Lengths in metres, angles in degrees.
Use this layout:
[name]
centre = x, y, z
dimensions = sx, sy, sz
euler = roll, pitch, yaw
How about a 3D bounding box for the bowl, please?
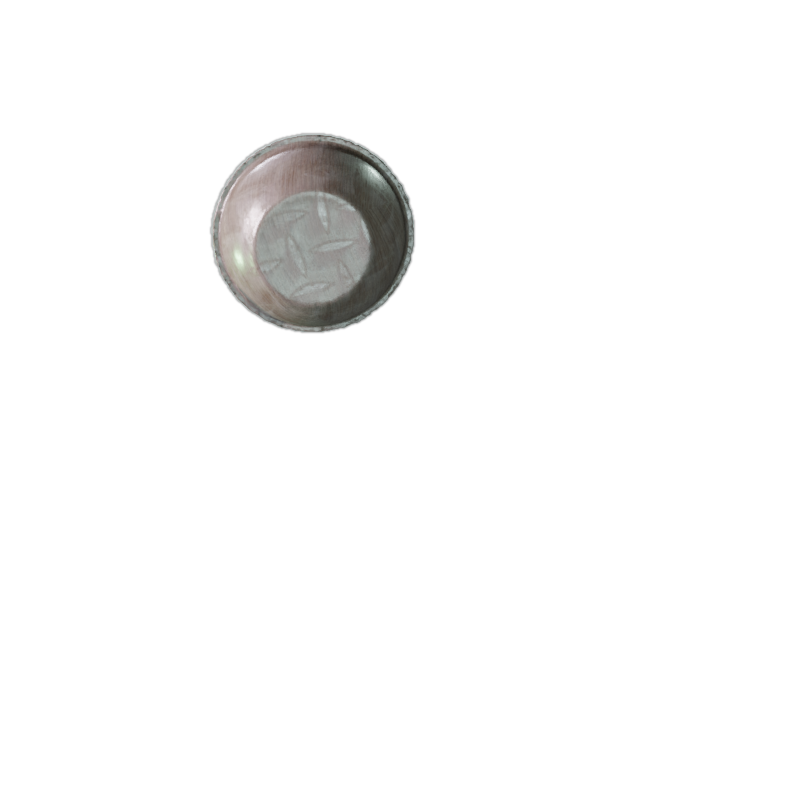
[bowl]
centre = -0.067, -0.123, 0.858
dimensions = 0.162, 0.157, 0.057
euler = 0, 13, -1
